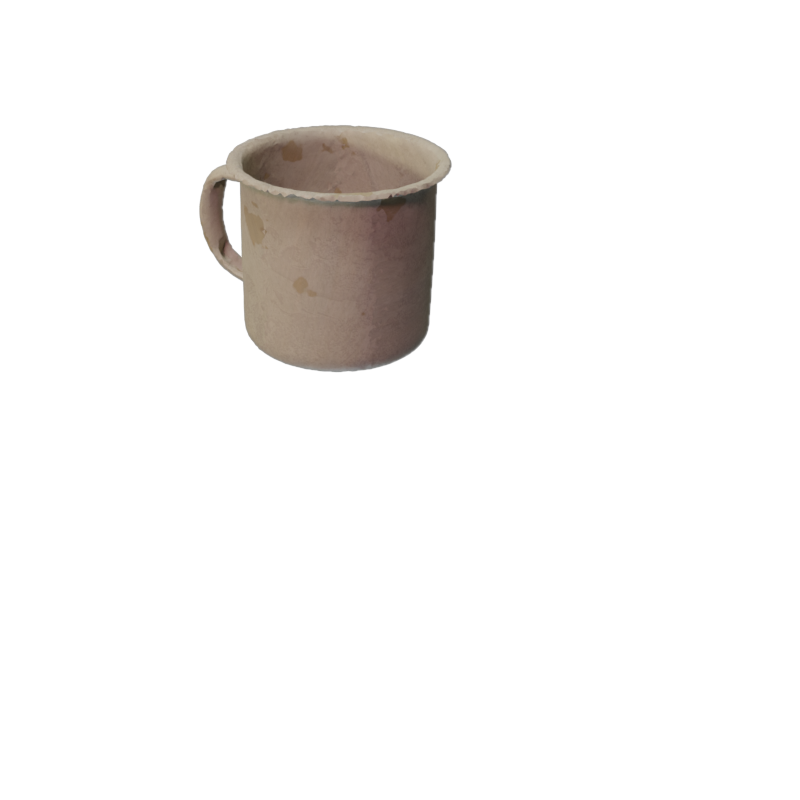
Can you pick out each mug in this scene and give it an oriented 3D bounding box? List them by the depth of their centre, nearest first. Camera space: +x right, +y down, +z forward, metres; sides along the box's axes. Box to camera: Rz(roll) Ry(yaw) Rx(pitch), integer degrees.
[{"bbox_3d":[-0.037,-0.068,0.478,0.122,0.077,0.094,14,30,24],"label":"mug"}]
